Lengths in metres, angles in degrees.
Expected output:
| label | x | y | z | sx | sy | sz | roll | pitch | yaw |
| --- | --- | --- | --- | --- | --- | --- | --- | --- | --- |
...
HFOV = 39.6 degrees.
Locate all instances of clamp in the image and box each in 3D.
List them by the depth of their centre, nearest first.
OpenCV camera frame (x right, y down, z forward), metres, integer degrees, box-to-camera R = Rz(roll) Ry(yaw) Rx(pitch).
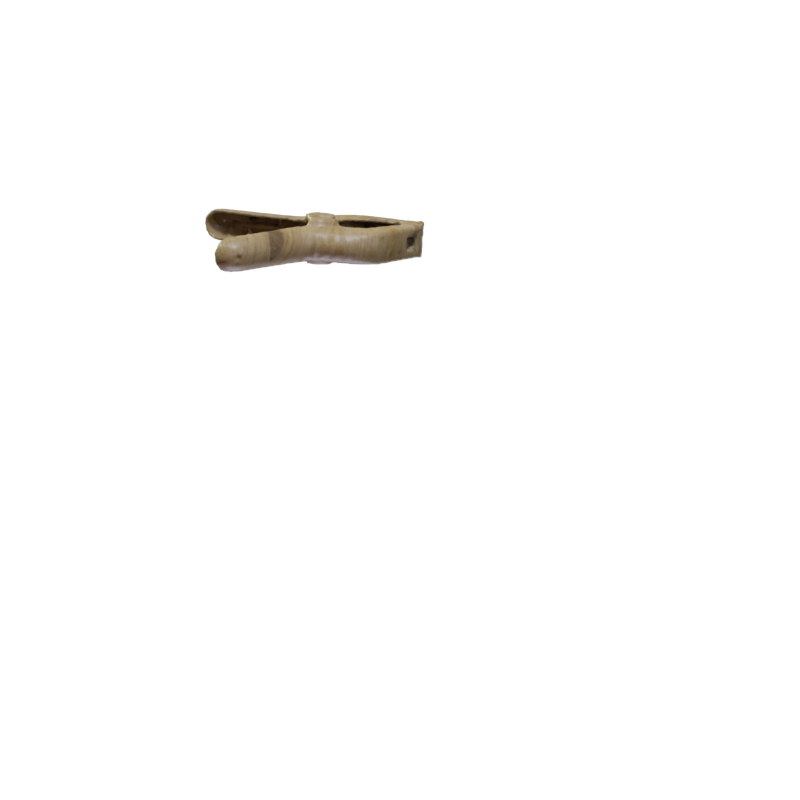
| label | x | y | z | sx | sy | sz | roll | pitch | yaw |
| --- | --- | --- | --- | --- | --- | --- | --- | --- | --- |
| clamp | -0.065 | -0.119 | 0.834 | 0.171 | 0.037 | 0.126 | -1 | 26 | -2 |
